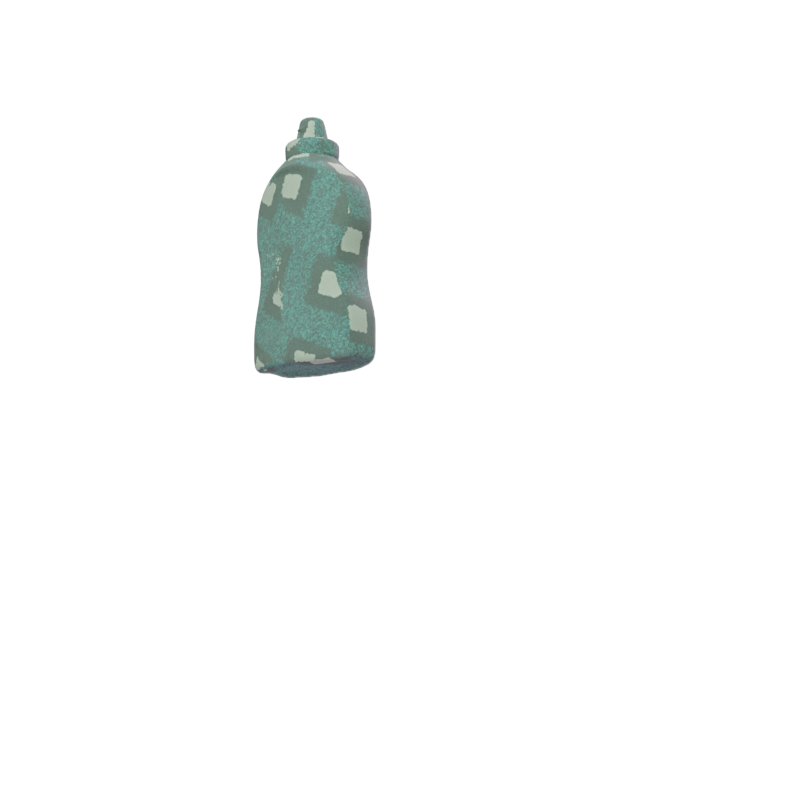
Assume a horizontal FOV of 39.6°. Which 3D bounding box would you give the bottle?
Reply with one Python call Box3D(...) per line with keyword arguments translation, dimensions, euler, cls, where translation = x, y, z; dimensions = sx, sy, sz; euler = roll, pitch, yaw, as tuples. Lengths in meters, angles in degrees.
Box3D(translation=(-0.064, -0.117, 0.818), dimensions=(0.098, 0.199, 0.055), euler=(-14, -20, 41), cls="bottle")
